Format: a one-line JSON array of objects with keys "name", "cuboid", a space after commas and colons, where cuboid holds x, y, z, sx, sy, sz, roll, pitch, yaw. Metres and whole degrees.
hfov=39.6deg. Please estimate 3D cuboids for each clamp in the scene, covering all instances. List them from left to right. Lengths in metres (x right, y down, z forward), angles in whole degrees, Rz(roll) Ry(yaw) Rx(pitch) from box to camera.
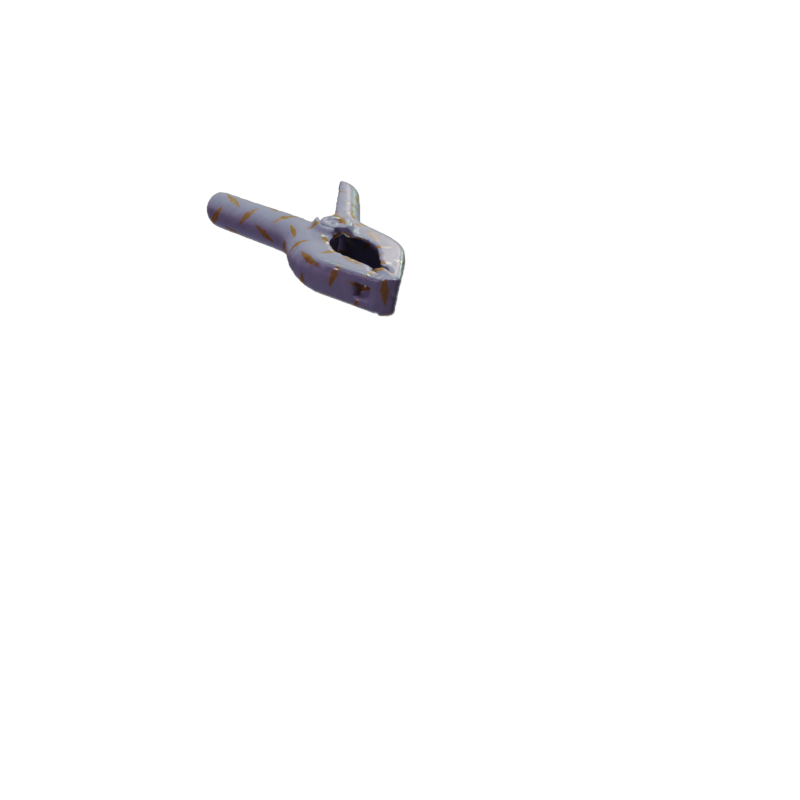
[{"name": "clamp", "cuboid": [-0.060, -0.109, 0.762, 0.118, 0.037, 0.184, -11, 32, -18]}]
